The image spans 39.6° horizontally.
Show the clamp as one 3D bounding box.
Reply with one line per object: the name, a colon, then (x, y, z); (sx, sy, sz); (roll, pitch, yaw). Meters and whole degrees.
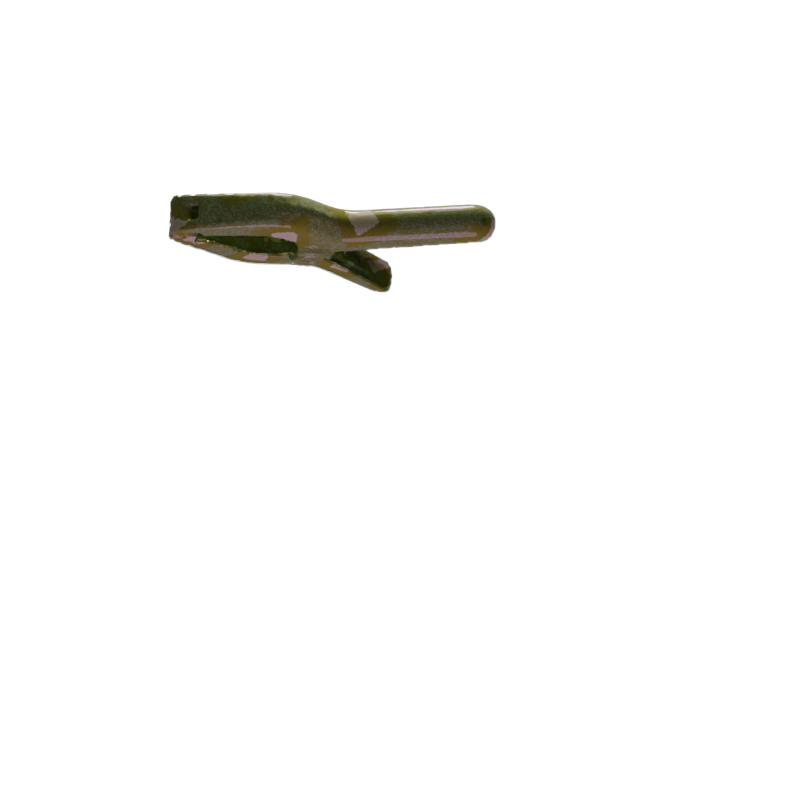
clamp: (-0.061, -0.111, 0.780); (0.205, 0.038, 0.163); (4, -12, -18)
